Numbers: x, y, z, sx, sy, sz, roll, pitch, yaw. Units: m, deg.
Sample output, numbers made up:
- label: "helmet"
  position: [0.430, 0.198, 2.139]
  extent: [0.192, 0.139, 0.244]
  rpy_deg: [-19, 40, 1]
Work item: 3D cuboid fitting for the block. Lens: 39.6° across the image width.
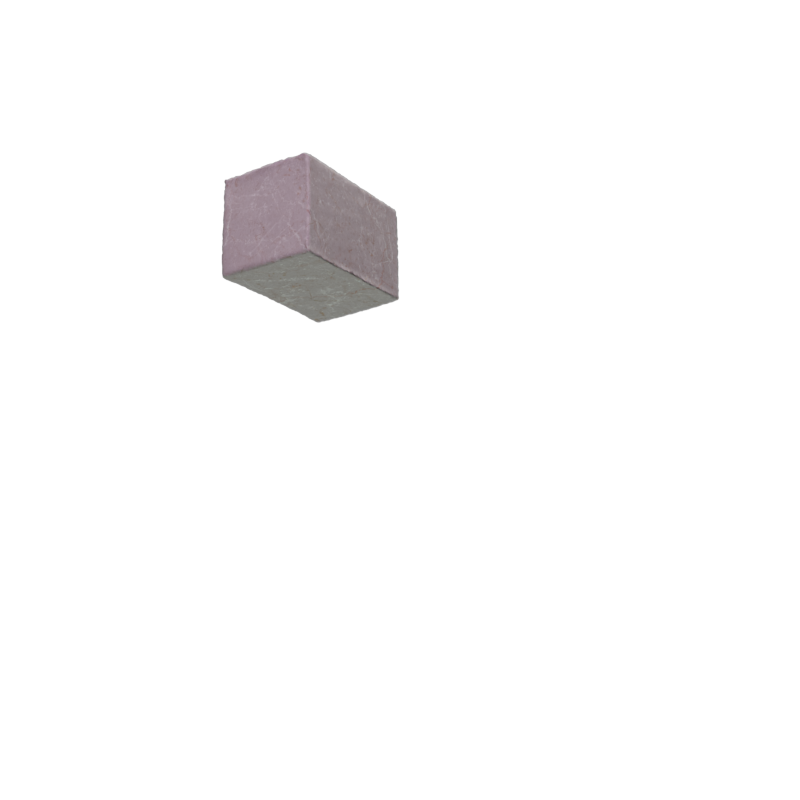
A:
- label: "block"
  position: [-0.042, -0.077, 0.539]
  extent: [0.054, 0.054, 0.073]
  rpy_deg: [-14, -23, 31]
